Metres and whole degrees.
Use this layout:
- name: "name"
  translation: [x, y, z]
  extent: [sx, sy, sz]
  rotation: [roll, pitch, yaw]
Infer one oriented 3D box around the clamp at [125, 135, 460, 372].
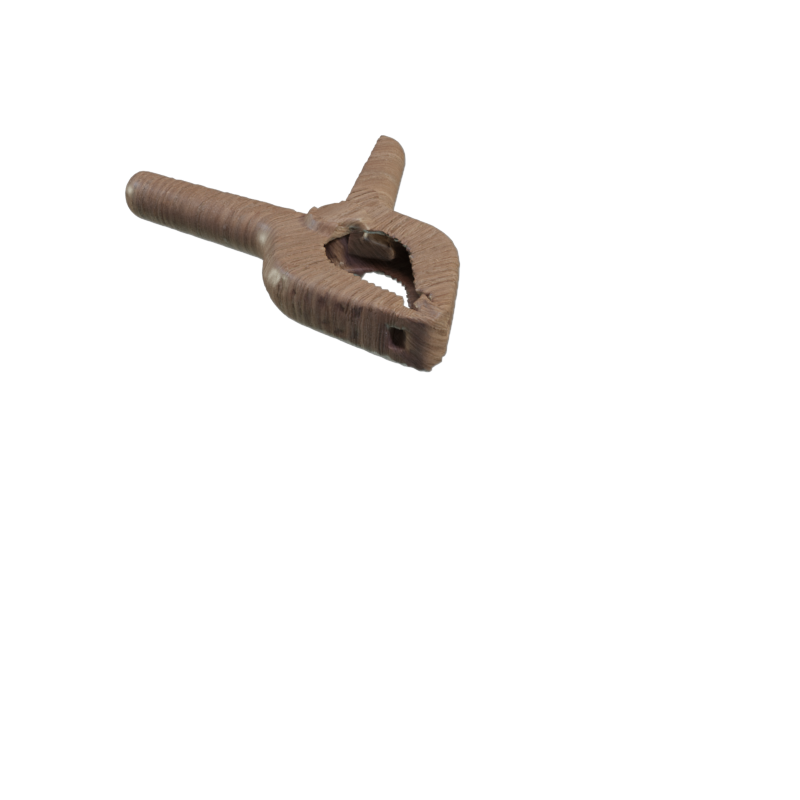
- name: "clamp"
  translation: [-0.043, -0.079, 0.551]
  extent: [0.162, 0.034, 0.226]
  rotation: [-10, 35, -16]
